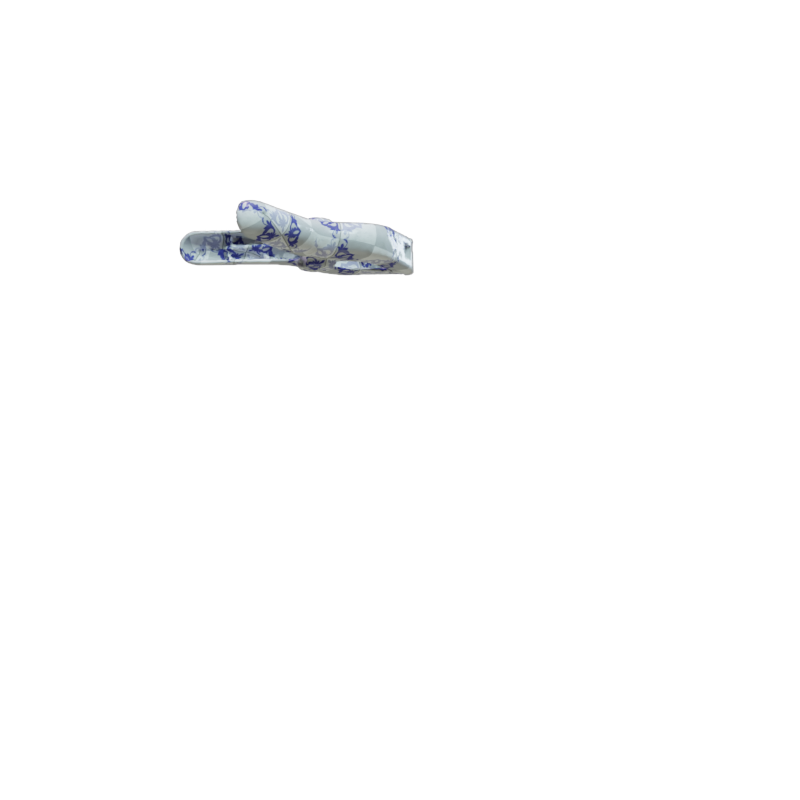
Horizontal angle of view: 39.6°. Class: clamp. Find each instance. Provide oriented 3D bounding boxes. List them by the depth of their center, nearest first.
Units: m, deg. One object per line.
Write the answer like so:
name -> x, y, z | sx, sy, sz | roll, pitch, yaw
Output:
clamp -> -0.061, -0.112, 0.784 | 0.167, 0.040, 0.122 | 0, 1, -20
